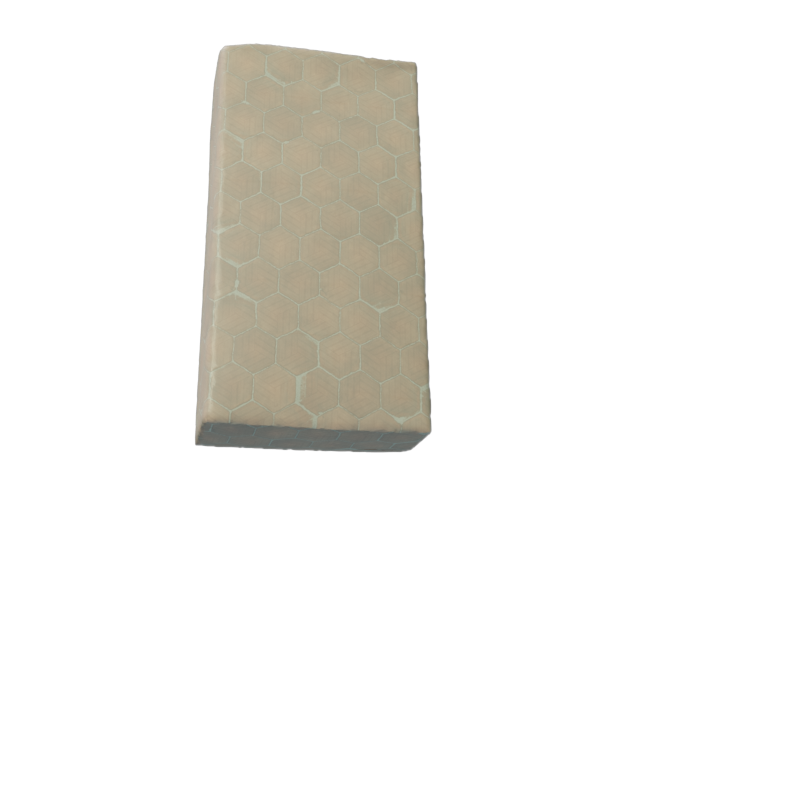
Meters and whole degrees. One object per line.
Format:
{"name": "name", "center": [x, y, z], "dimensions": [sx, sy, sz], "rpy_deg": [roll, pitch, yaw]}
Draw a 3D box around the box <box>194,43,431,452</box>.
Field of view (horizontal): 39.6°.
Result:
{"name": "box", "center": [-0.038, -0.069, 0.479], "dimensions": [0.092, 0.185, 0.046], "rpy_deg": [3, -22, -11]}
